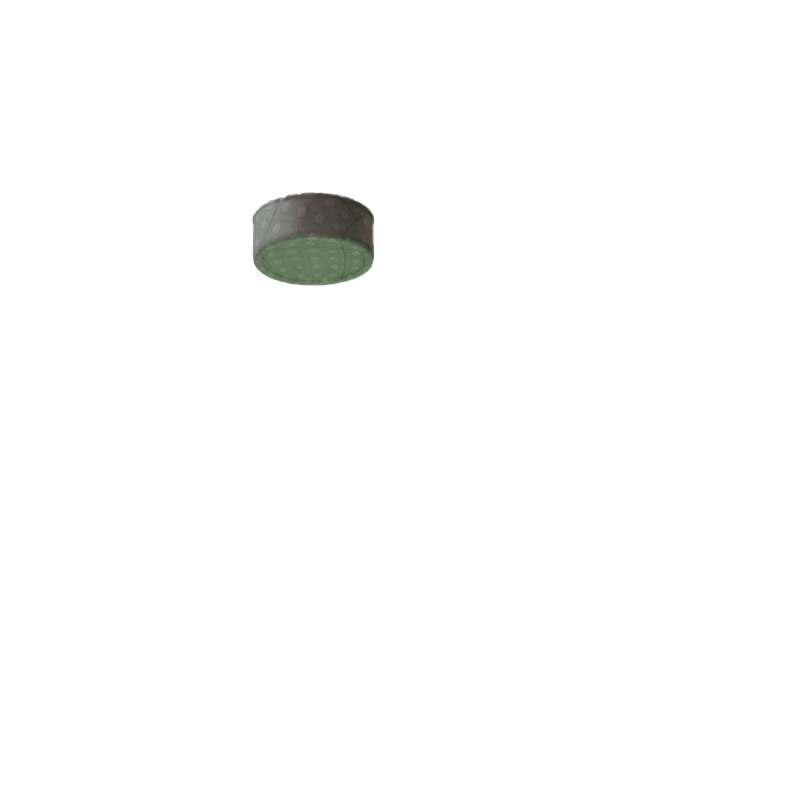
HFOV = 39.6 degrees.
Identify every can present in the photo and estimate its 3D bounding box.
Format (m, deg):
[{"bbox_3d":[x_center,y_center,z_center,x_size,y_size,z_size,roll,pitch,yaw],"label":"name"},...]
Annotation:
[{"bbox_3d":[-0.060,-0.110,0.773,0.086,0.035,0.082,0,-19,-2],"label":"can"}]
